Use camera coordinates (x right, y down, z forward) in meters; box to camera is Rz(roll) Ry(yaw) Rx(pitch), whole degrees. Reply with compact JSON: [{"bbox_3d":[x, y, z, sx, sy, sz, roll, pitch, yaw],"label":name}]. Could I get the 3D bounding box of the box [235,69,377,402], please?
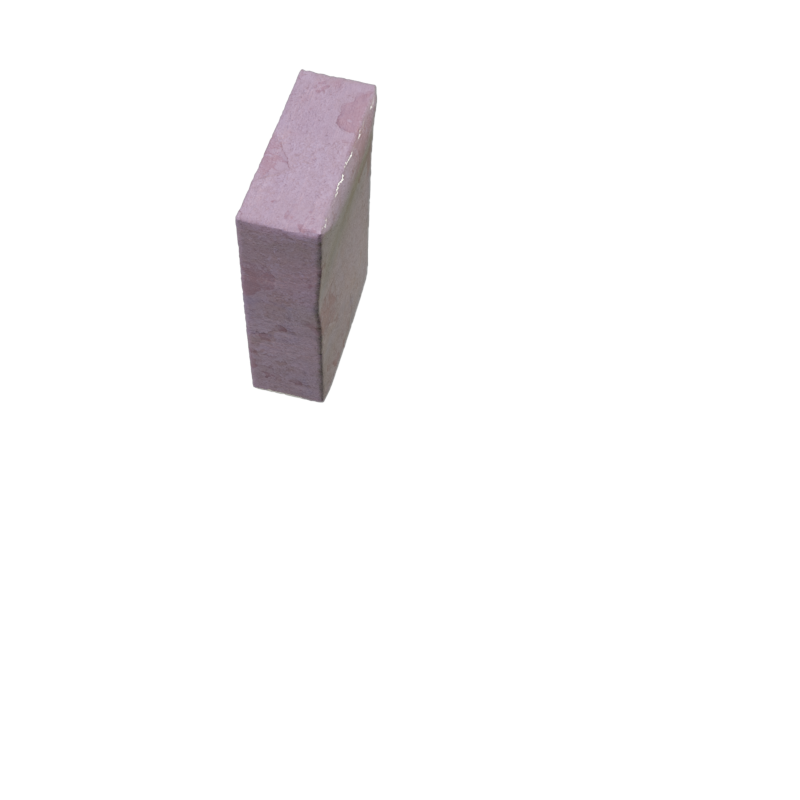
[{"bbox_3d":[-0.069,-0.126,0.883,0.073,0.173,0.200,12,-36,5],"label":"box"}]
